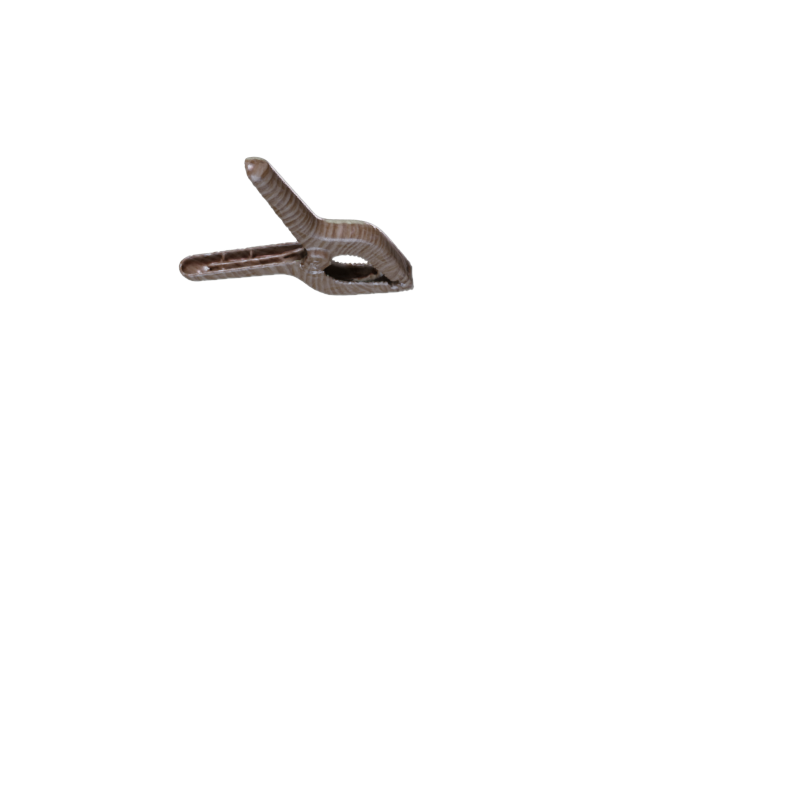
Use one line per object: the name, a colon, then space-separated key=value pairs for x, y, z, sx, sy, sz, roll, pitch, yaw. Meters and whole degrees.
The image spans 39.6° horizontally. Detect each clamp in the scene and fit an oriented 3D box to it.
clamp: x=-0.078 y=-0.142 z=0.992 sx=0.204 sy=0.039 sz=0.158 roll=11 pitch=-35 yaw=-17
